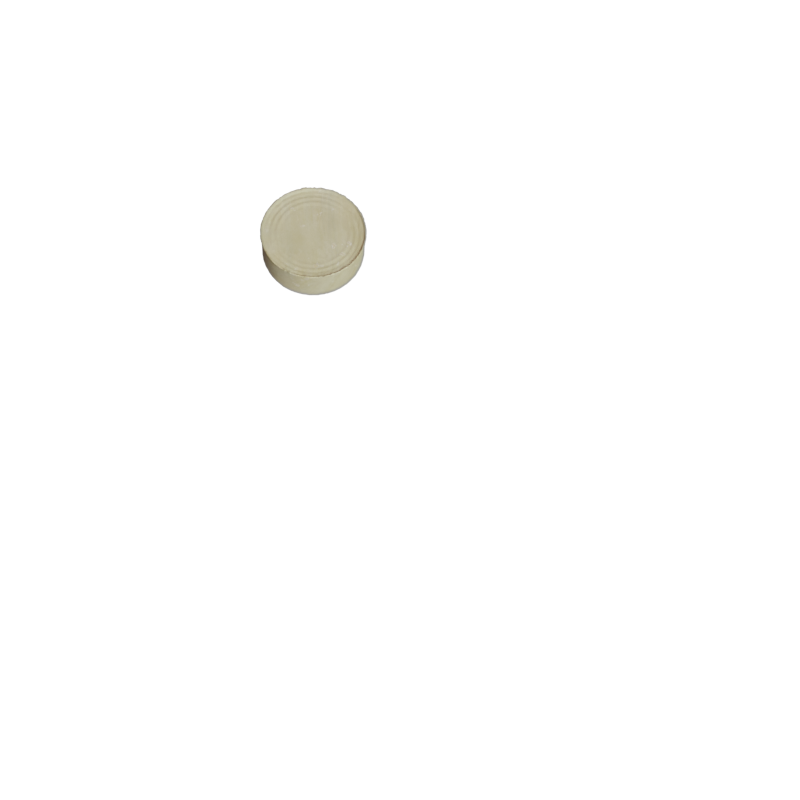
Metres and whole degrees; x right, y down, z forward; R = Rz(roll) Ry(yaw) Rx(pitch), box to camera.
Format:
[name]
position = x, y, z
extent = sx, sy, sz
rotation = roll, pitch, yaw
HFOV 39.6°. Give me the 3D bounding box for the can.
[can]
position = -0.071, -0.129, 0.905
extent = 0.086, 0.091, 0.032
rotation = -1, -29, -1
